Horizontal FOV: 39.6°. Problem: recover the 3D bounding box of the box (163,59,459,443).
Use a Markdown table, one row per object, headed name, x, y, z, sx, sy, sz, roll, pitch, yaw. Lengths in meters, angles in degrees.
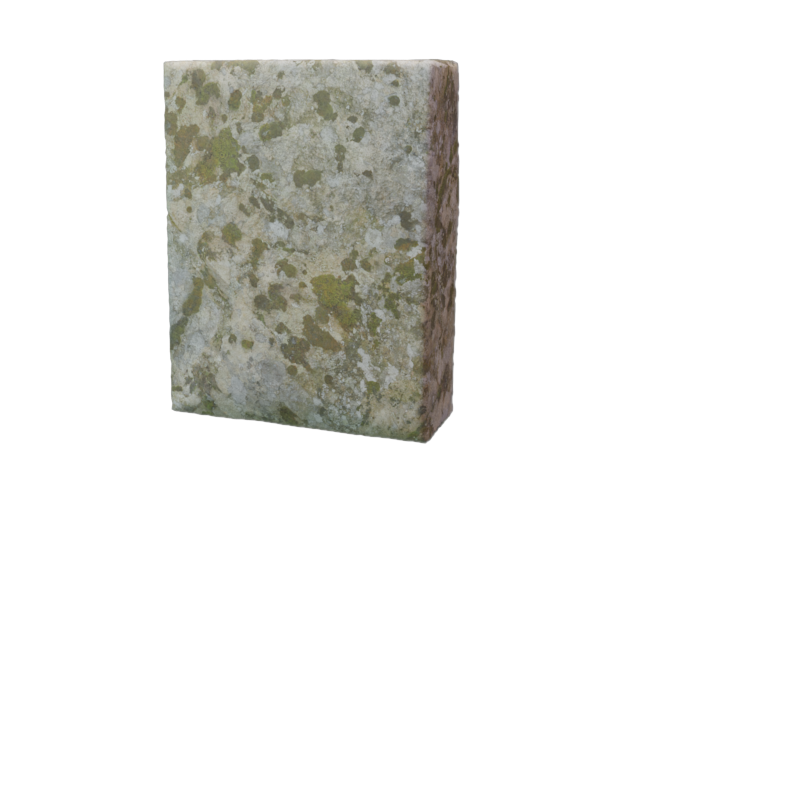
| name | x | y | z | sx | sy | sz | roll | pitch | yaw |
| --- | --- | --- | --- | --- | --- | --- | --- | --- | --- |
| box | -0.052 | -0.094 | 0.658 | 0.169 | 0.209 | 0.071 | 5 | 11 | 20 |
